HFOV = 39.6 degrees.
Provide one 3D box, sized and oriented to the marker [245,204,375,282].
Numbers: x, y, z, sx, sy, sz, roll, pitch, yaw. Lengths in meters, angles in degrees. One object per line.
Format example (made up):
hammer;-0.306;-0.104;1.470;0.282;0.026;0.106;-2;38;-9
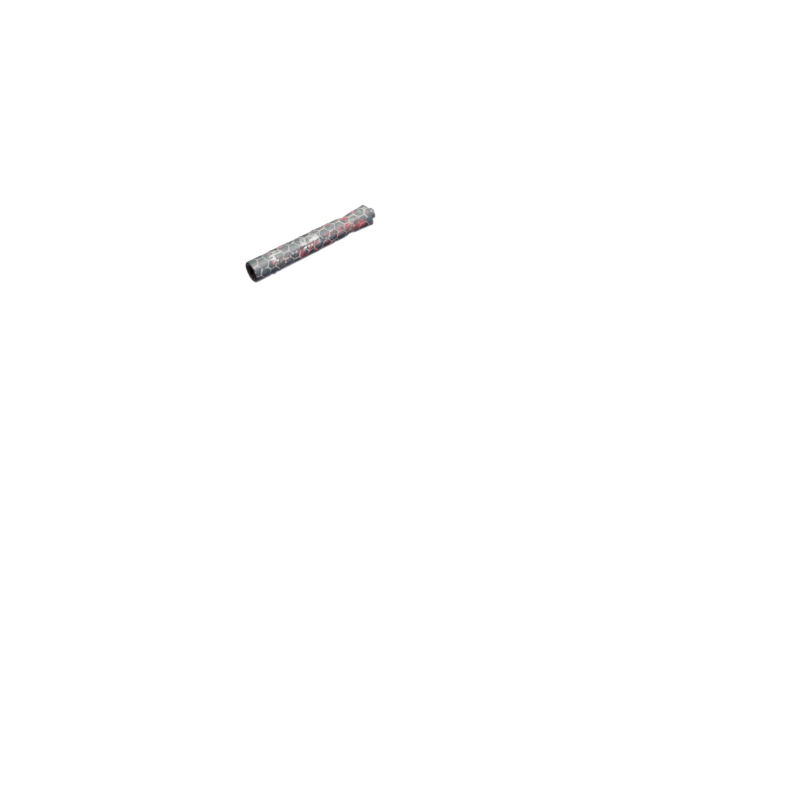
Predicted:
marker;-0.072;-0.131;0.915;0.121;0.019;0.020;-30;16;-22
